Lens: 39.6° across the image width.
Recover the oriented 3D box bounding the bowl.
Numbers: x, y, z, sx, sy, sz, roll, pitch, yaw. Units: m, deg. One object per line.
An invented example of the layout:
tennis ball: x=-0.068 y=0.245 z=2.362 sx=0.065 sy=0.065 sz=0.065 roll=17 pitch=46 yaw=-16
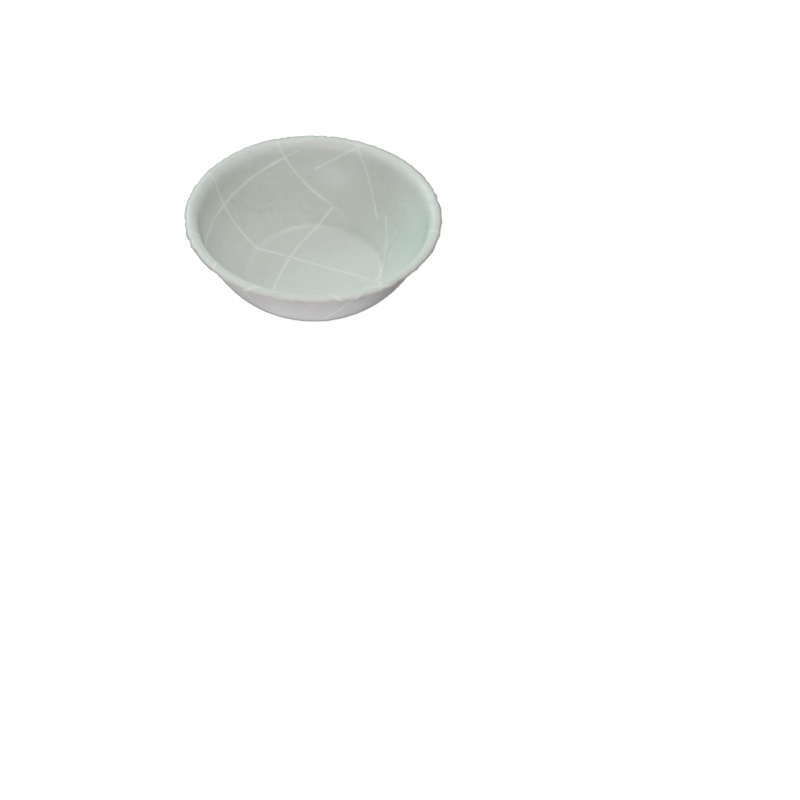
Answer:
bowl: x=-0.056 y=-0.102 z=0.713 sx=0.162 sy=0.174 sz=0.051 roll=-1 pitch=-44 yaw=-1
